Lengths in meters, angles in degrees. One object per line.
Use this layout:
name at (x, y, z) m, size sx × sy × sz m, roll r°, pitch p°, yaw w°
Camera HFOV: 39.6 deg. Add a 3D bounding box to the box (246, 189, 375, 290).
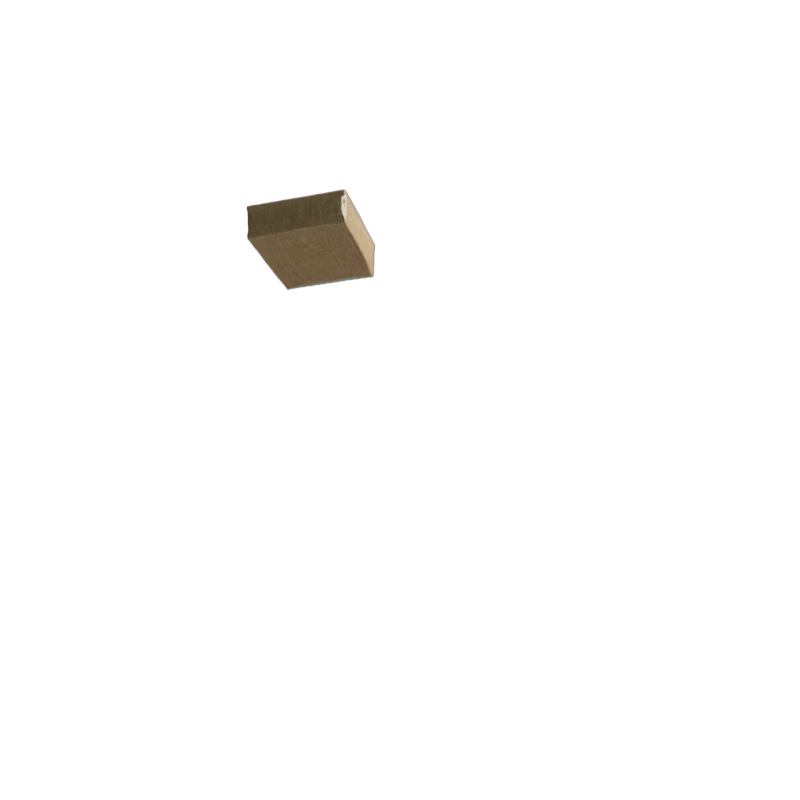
box at (-0.077, -0.142, 0.992) m, size 0.091 × 0.041 × 0.106 m, roll -6°, pitch -24°, yaw 13°
